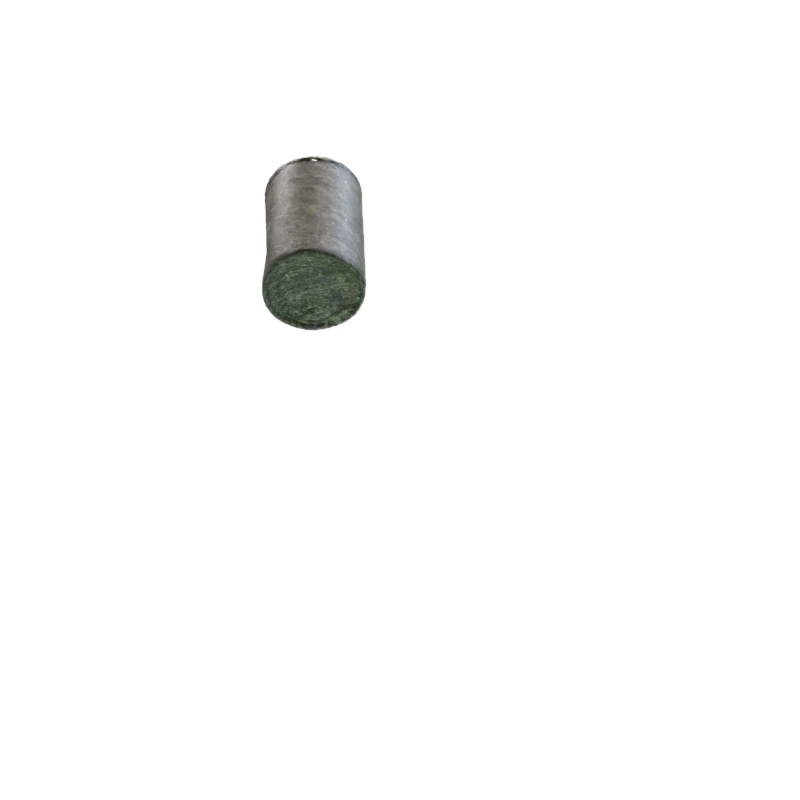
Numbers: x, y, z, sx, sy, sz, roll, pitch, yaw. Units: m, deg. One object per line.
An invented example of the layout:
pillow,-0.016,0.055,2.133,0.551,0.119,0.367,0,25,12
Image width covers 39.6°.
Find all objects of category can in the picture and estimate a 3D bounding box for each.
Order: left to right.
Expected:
can,-0.057,-0.105,0.734,0.068,0.064,0.110,-1,44,-3
